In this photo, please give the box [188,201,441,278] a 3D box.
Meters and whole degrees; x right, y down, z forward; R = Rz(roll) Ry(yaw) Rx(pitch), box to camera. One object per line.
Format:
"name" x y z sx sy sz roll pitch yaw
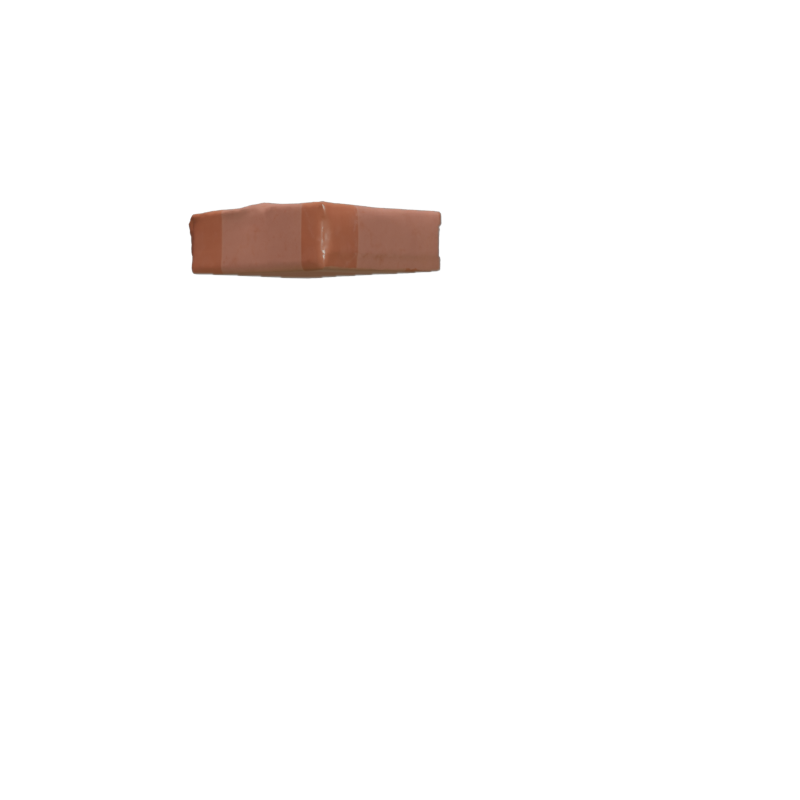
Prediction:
"box" -0.039 -0.070 0.491 0.093 0.030 0.070 4 5 44
